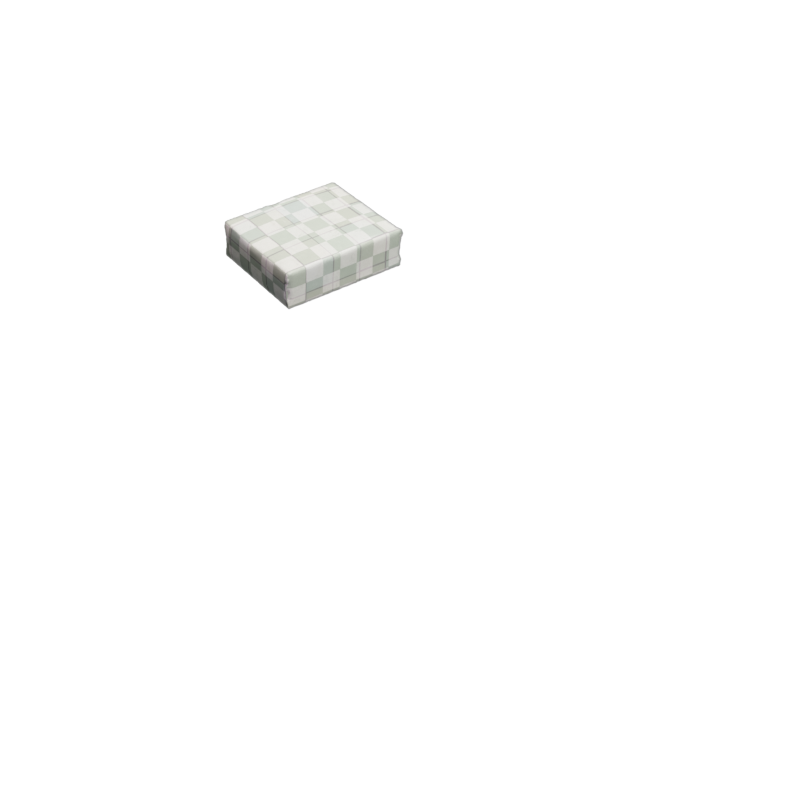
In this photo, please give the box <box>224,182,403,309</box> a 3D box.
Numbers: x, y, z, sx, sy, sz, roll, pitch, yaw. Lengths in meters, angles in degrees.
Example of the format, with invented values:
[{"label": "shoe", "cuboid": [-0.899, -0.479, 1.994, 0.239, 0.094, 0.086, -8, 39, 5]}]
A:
[{"label": "box", "cuboid": [-0.055, -0.100, 0.699, 0.089, 0.028, 0.079, -25, 45, -28]}]
